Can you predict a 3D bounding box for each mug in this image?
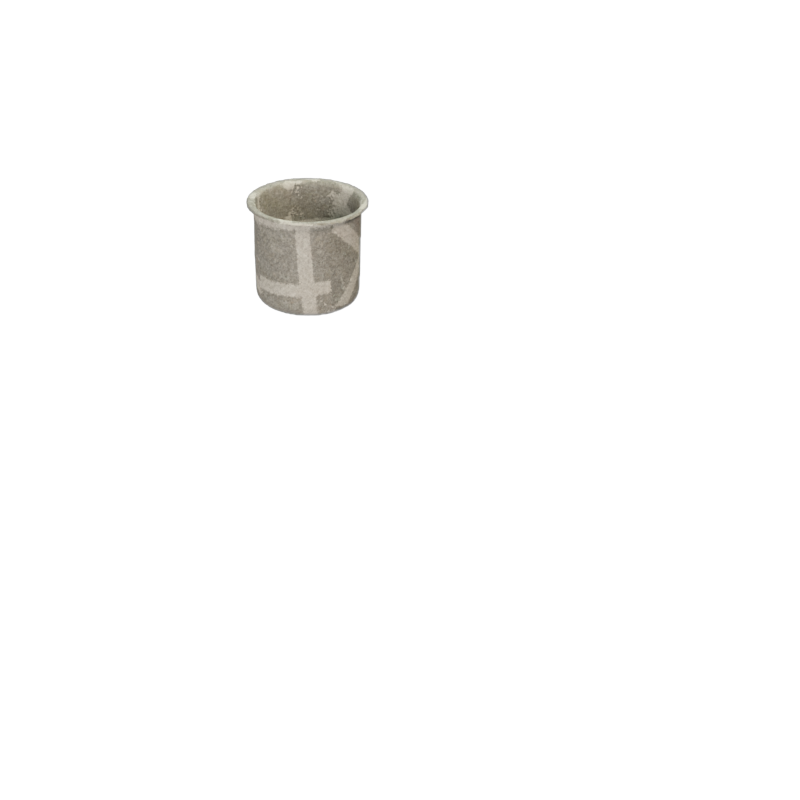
[{"bbox_3d":[-0.068,-0.124,0.868,0.096,0.077,0.121,10,31,16],"label":"mug"}]
